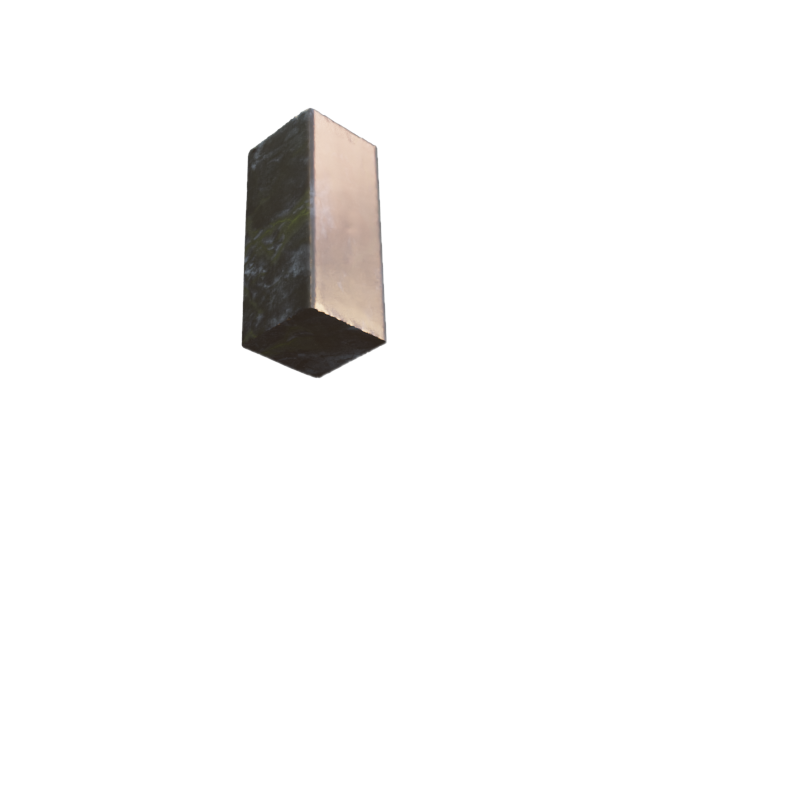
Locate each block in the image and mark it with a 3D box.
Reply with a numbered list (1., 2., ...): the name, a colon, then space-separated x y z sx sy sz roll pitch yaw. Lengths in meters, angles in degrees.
1. block: -0.077 -0.139 0.973 0.085 0.220 0.090 25 -41 -37
